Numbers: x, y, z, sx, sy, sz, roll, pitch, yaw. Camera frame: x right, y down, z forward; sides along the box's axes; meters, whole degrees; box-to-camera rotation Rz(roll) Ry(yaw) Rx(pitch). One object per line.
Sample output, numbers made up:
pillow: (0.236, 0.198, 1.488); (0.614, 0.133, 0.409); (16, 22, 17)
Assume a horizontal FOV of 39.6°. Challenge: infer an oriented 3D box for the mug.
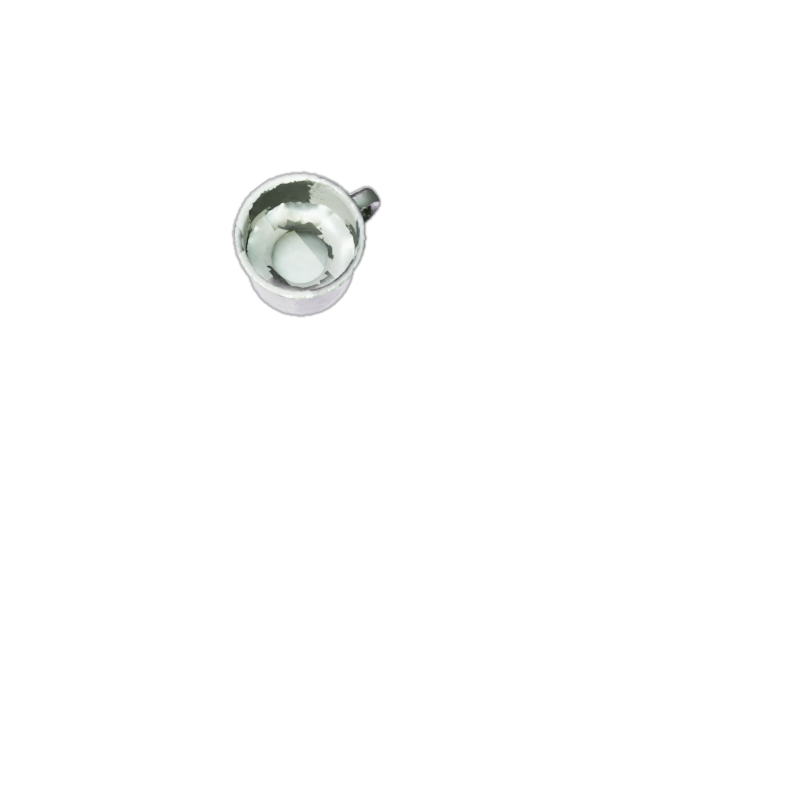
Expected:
mug: (-0.064, -0.117, 0.818); (0.118, 0.096, 0.079); (-38, -10, -10)
